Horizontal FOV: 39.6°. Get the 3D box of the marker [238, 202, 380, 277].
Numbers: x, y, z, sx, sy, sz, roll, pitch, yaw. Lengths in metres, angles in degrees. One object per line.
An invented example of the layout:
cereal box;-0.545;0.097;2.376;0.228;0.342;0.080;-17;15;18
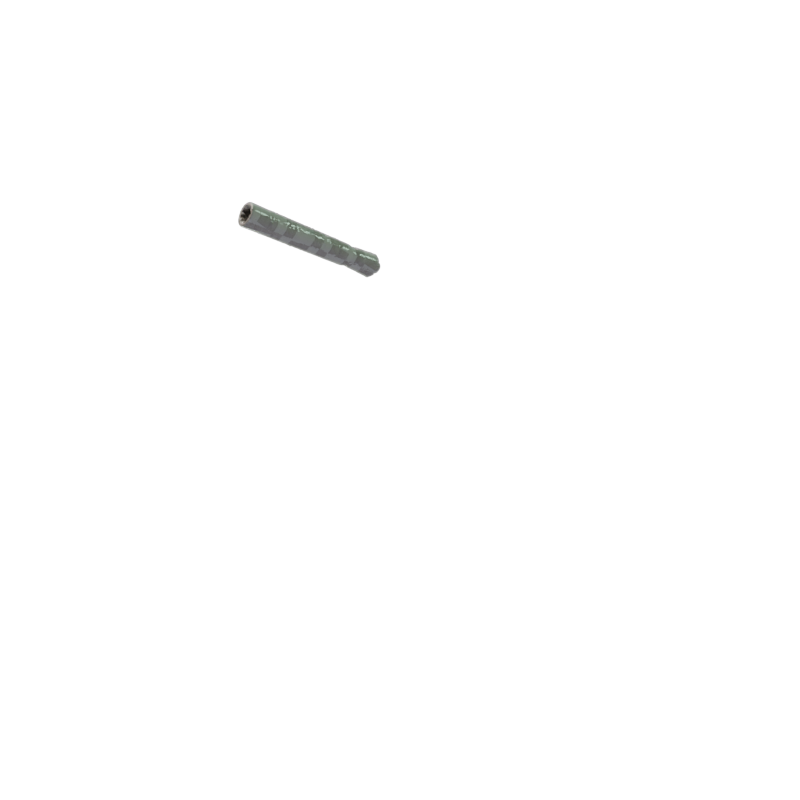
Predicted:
marker;-0.064;-0.116;0.815;0.114;0.020;0.020;19;-7;-32
